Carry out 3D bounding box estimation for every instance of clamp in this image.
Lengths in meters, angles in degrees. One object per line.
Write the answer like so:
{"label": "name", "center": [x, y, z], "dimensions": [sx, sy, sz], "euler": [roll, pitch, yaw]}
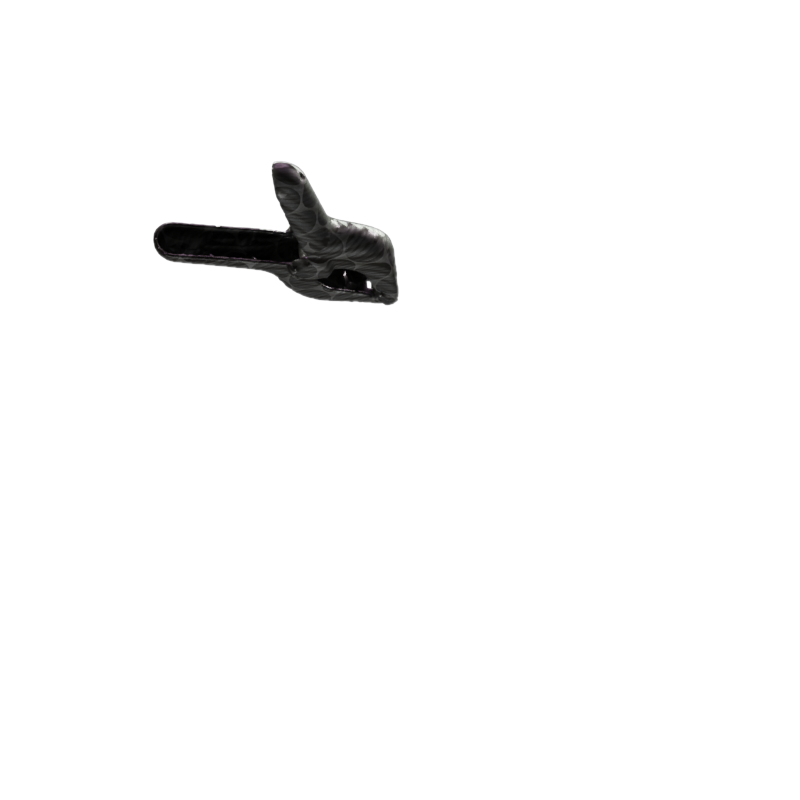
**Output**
{"label": "clamp", "center": [-0.055, -0.100, 0.698], "dimensions": [0.163, 0.041, 0.121], "euler": [11, -18, -37]}
